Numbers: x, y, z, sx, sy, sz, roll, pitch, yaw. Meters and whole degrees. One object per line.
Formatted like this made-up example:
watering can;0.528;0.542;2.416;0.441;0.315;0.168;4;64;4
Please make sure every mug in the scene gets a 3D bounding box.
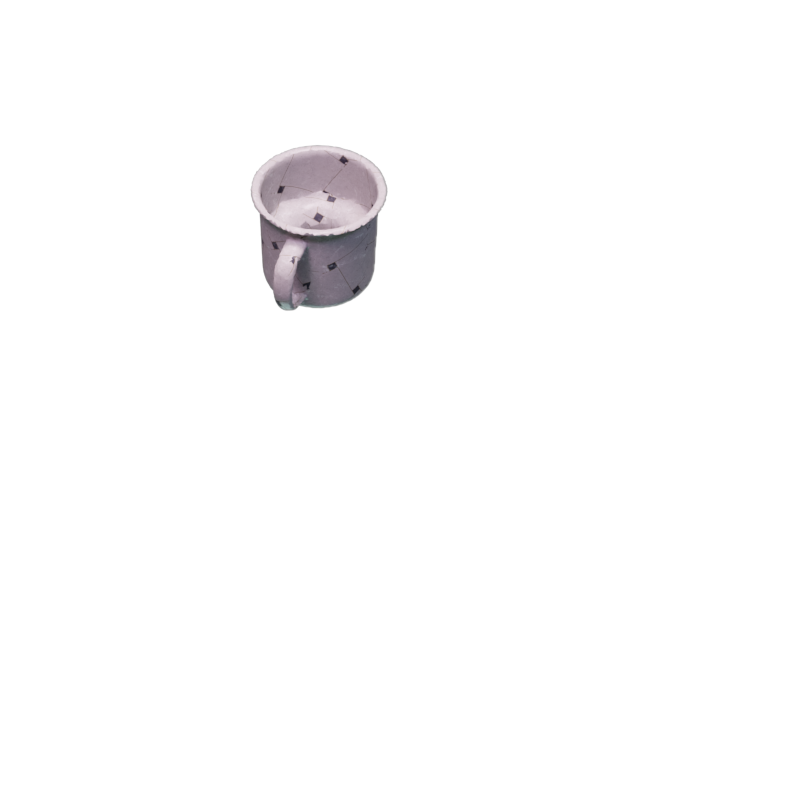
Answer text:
mug;-0.060;-0.110;0.773;0.095;0.123;0.076;13;-41;10
